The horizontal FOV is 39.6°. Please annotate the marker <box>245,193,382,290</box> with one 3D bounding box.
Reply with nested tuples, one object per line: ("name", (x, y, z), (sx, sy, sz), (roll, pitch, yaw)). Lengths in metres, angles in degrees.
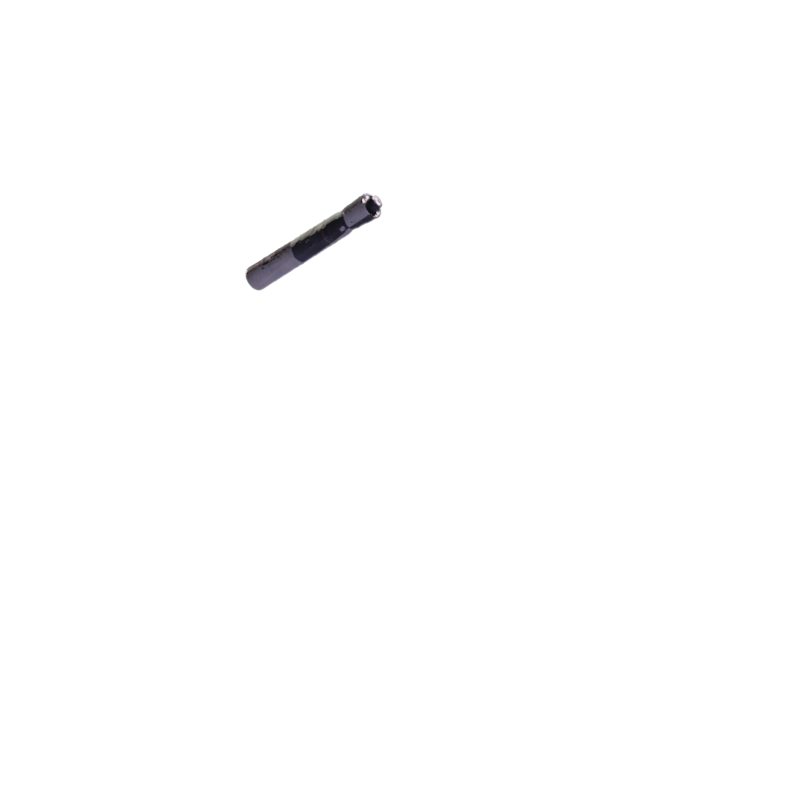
("marker", (-0.060, -0.109, 0.764), (0.121, 0.020, 0.019), (-26, -12, 34))
